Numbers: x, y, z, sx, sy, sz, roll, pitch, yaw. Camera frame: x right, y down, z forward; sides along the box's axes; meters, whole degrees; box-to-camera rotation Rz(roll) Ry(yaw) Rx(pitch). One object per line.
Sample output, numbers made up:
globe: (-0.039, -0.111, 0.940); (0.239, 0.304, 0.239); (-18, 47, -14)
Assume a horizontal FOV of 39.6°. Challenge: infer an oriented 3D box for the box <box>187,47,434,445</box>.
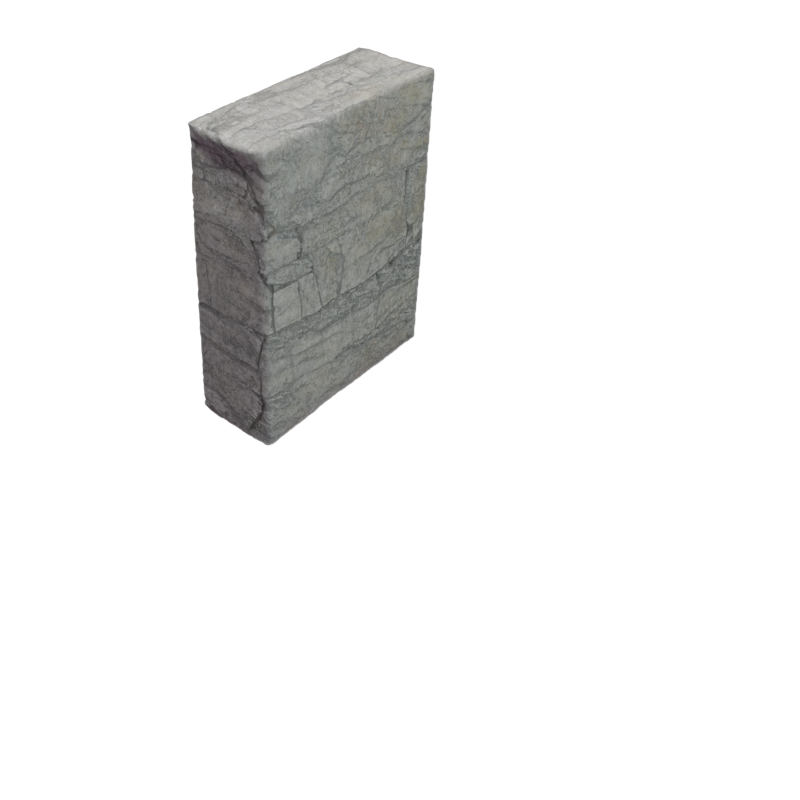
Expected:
box: (-0.057, -0.104, 0.727); (0.076, 0.200, 0.165); (24, 40, 29)
